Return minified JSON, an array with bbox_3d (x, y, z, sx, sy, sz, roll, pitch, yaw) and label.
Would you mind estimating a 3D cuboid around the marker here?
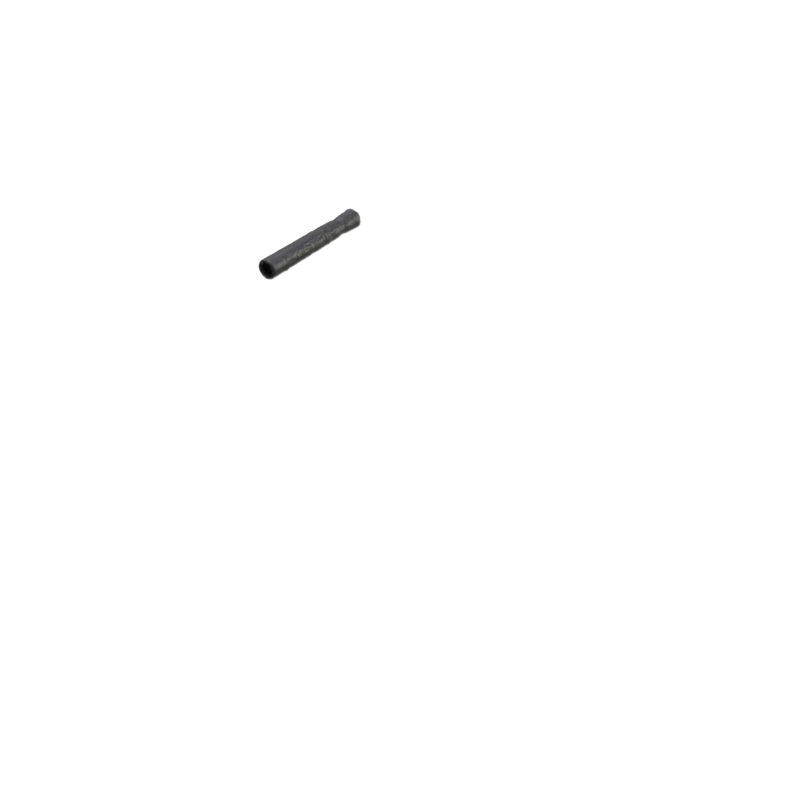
[{"bbox_3d":[-0.076,-0.138,0.965,0.021,0.019,0.122,3,30,42],"label":"marker"}]
